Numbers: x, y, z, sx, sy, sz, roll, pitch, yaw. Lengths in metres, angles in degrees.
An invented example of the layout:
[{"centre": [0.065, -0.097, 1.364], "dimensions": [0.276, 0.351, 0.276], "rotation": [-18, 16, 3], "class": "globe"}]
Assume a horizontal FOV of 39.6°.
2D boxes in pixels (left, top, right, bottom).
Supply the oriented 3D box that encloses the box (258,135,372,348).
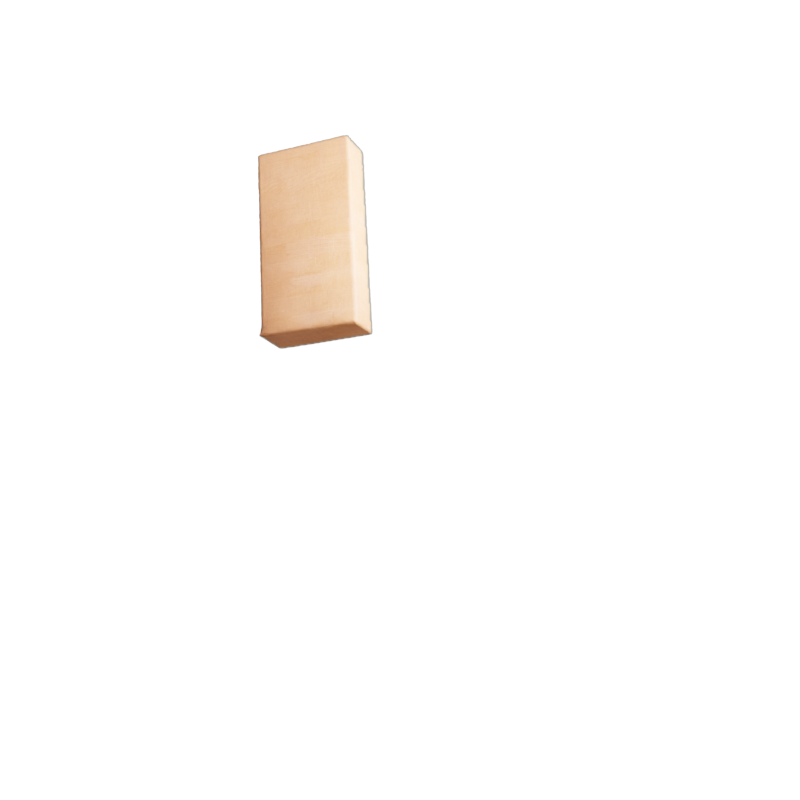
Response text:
[{"centre": [-0.077, -0.140, 0.982], "dimensions": [0.095, 0.185, 0.045], "rotation": [-10, -23, 21], "class": "box"}]
